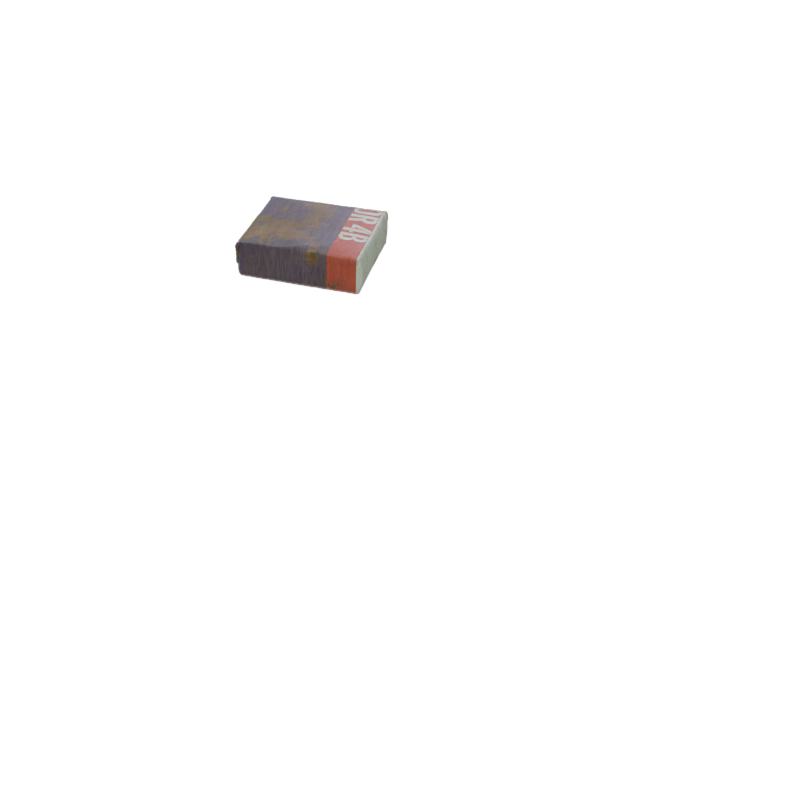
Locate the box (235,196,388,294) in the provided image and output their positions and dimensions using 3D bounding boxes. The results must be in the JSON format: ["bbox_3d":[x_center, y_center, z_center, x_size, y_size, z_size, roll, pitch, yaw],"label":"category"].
[{"bbox_3d":[-0.060,-0.110,0.769,0.091,0.028,0.076,10,36,13],"label":"box"}]
